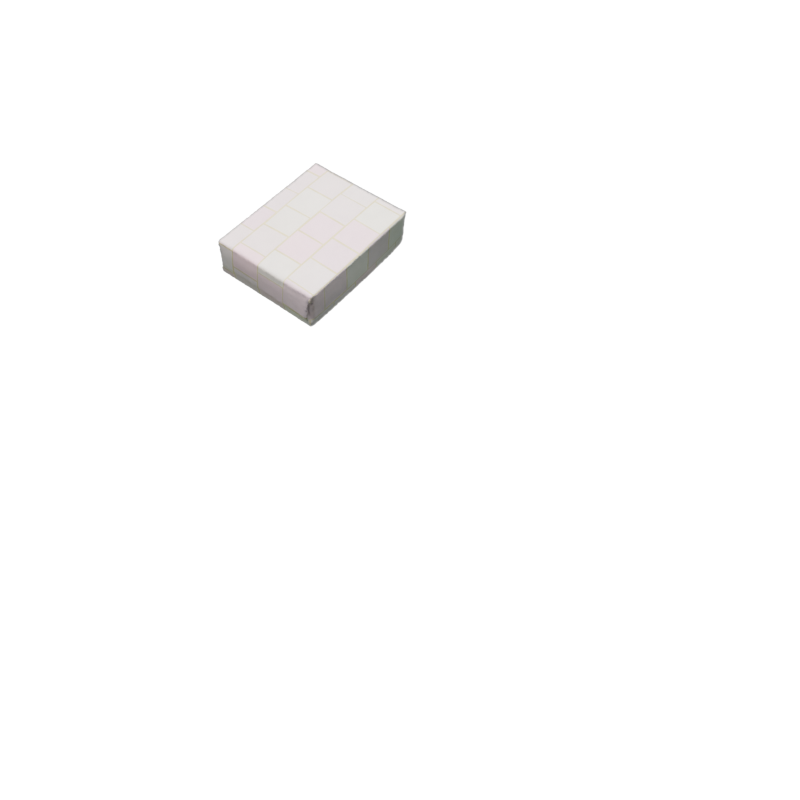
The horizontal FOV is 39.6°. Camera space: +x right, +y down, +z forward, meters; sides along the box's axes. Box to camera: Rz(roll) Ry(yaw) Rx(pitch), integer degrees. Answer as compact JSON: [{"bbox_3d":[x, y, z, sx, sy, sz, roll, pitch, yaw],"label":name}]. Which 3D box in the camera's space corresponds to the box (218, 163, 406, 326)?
[{"bbox_3d":[-0.064,-0.117,0.822,0.095,0.036,0.115,31,55,24],"label":"box"}]
